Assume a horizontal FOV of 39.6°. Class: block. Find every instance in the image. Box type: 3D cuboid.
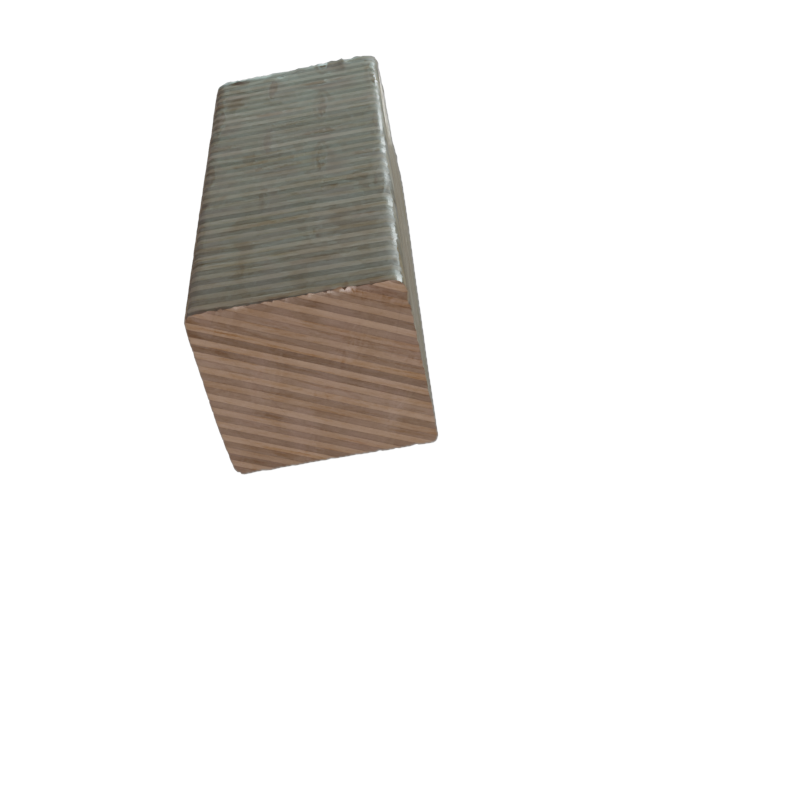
[{"bbox_3d":[-0.042,-0.077,0.533,0.091,0.084,0.221,-10,38,4],"label":"block"}]
